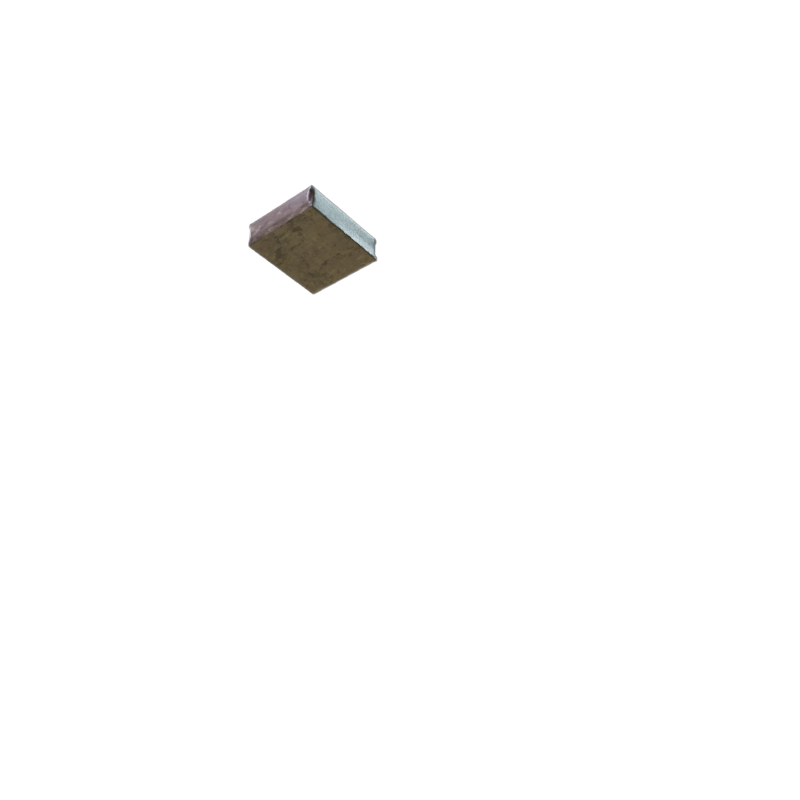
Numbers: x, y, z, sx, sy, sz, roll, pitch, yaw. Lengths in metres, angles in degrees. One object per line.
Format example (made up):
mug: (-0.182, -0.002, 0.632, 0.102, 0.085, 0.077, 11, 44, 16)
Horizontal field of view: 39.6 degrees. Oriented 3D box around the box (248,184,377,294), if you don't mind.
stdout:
box: (-0.075, -0.136, 0.954, 0.073, 0.032, 0.083, -28, -46, 30)
